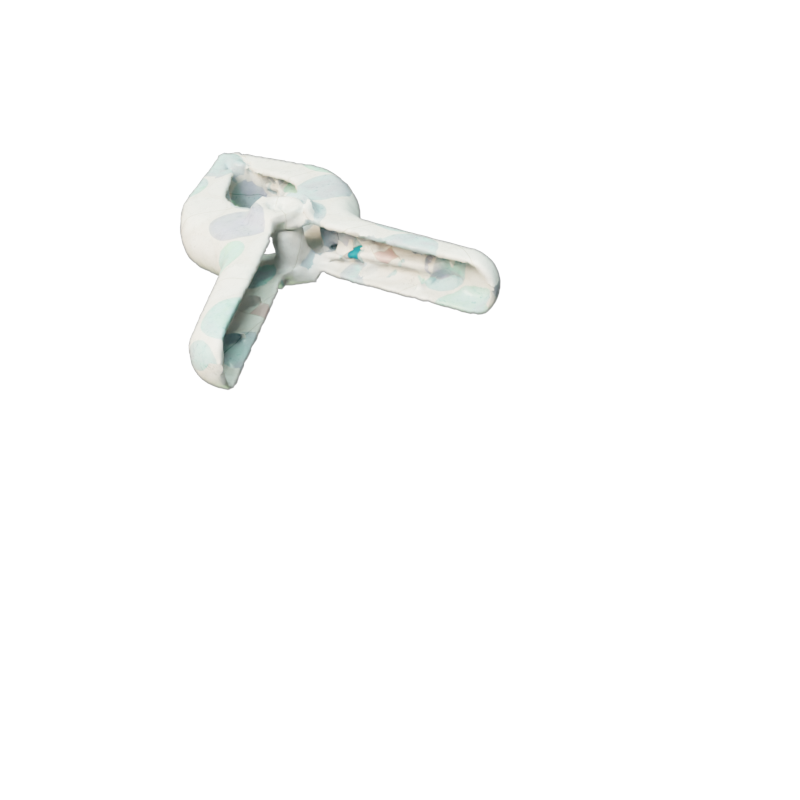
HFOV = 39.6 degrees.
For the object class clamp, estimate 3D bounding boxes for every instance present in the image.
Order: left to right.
[{"bbox_3d":[-0.037,-0.067,0.467,0.119,0.037,0.185,-8,35,-12],"label":"clamp"}]
